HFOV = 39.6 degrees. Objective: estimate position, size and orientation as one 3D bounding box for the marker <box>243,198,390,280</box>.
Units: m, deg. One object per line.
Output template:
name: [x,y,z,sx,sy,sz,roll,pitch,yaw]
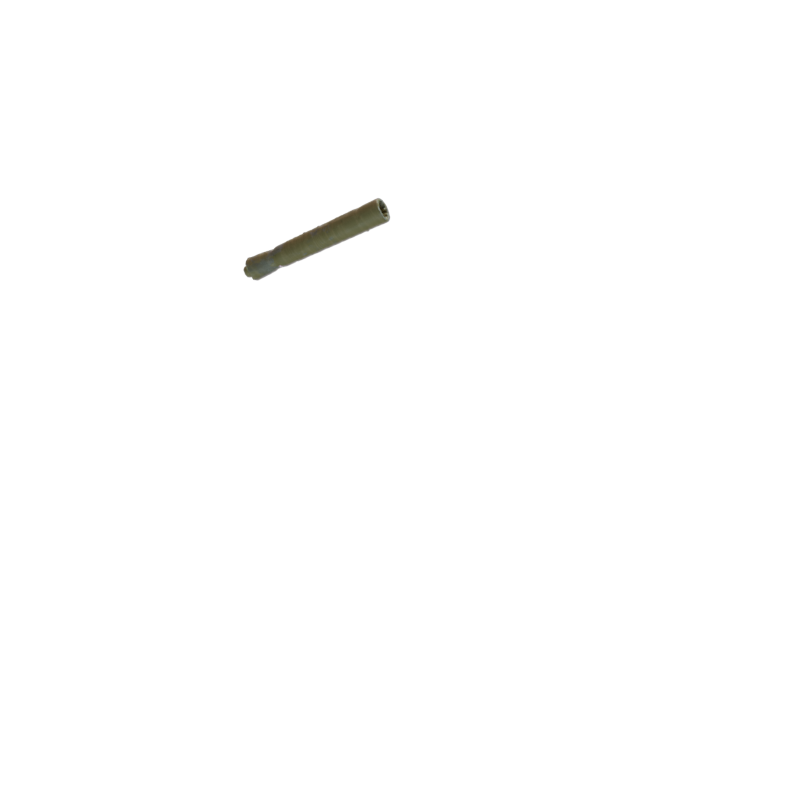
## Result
marker: [-0.064,-0.116,0.816,0.122,0.020,0.019,-21,-5,23]
